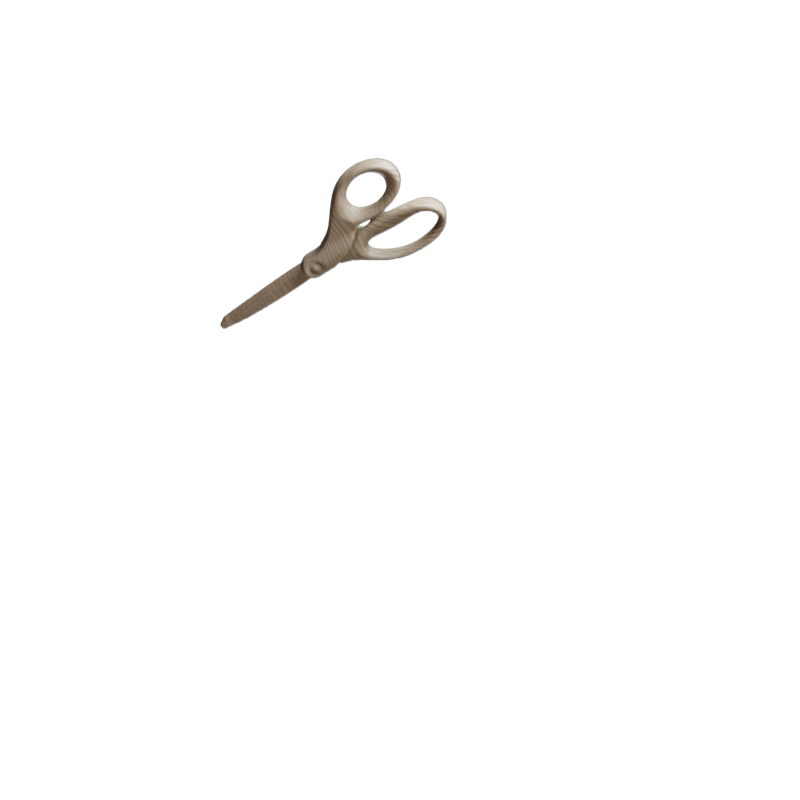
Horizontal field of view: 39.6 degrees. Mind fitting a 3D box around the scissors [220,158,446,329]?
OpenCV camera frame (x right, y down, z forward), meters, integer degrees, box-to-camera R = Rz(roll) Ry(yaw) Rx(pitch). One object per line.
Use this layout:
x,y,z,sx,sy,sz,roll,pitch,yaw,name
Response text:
-0.065,-0.119,0.836,0.203,0.089,0.017,-18,36,13,scissors
